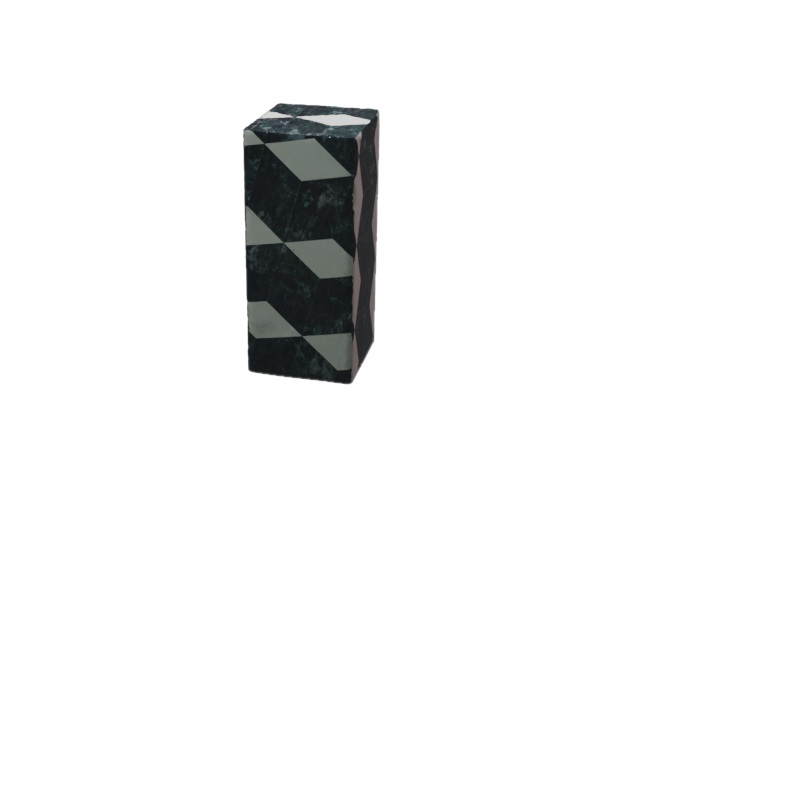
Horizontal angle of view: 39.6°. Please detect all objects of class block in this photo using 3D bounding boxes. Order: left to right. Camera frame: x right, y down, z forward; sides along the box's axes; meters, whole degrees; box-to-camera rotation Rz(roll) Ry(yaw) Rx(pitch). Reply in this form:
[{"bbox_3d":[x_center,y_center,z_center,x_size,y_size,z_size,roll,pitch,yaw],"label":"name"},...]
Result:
[{"bbox_3d":[-0.070,-0.129,0.902,0.092,0.196,0.093,7,23,12],"label":"block"}]
